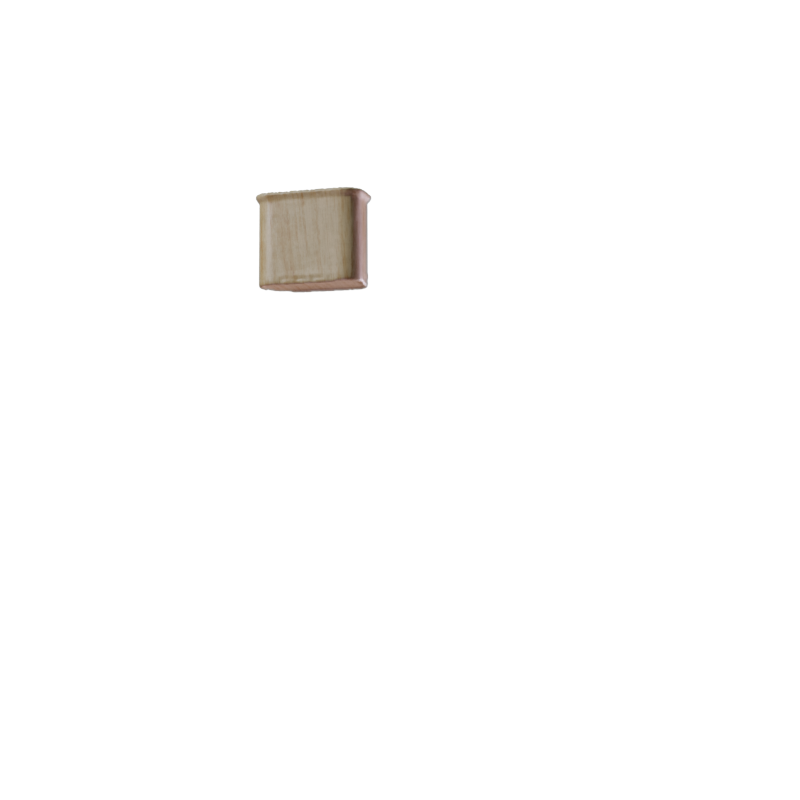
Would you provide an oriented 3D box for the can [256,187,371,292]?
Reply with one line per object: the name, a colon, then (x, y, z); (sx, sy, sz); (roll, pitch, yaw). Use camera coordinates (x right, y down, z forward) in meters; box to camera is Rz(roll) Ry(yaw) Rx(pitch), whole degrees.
can: (-0.078, -0.142, 0.998); (0.104, 0.086, 0.055); (-2, -9, 16)
